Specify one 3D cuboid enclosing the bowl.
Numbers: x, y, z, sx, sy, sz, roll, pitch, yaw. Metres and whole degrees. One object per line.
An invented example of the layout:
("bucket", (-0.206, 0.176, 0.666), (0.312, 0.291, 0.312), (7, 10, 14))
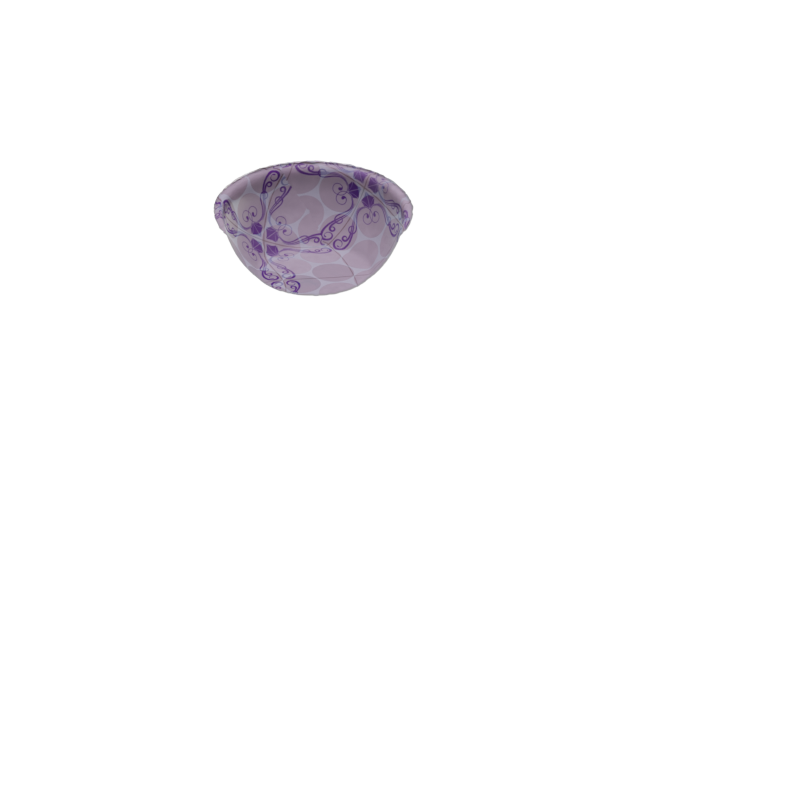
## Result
("bowl", (-0.070, -0.127, 0.889), (0.162, 0.058, 0.154), (1, -22, -2))
